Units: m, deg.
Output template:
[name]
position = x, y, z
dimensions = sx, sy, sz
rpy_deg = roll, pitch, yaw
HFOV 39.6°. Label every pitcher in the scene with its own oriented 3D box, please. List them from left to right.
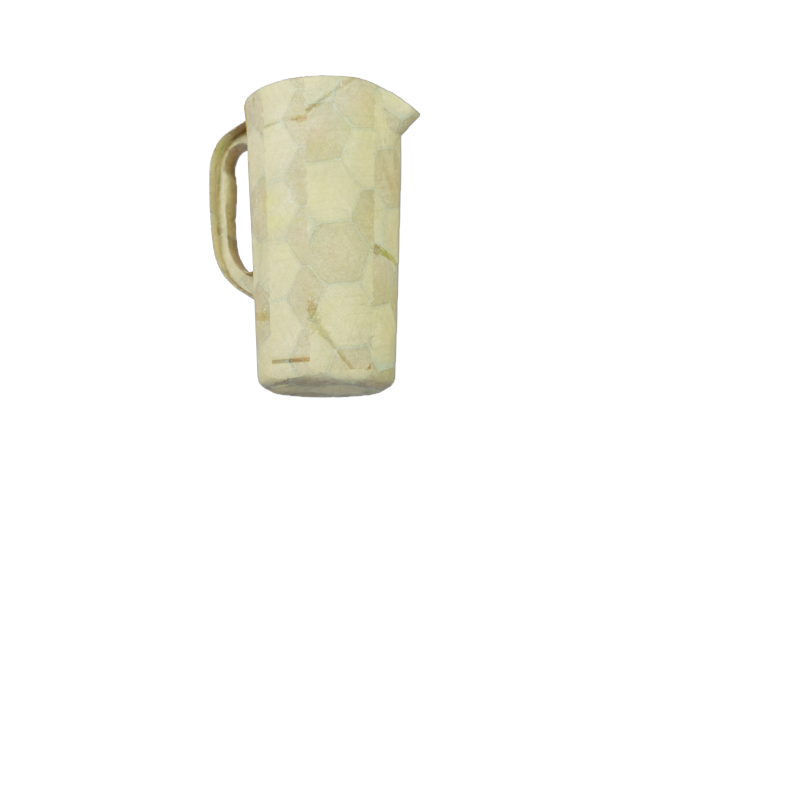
[pitcher]
position = -0.070, -0.128, 0.896
dimensions = 0.141, 0.251, 0.149
rpy_deg = 4, -13, -22
